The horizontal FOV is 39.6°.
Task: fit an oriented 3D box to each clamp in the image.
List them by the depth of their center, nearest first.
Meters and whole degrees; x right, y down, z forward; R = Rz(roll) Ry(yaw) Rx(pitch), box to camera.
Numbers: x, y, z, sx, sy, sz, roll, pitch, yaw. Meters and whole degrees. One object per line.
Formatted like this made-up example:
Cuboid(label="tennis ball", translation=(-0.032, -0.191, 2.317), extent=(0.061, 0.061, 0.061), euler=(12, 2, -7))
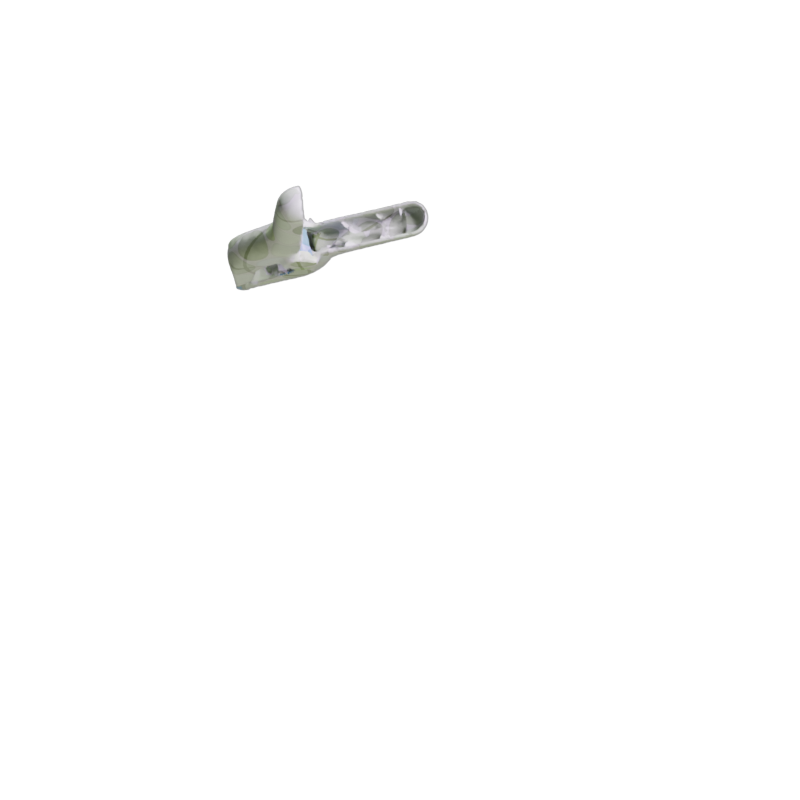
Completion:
Cuboid(label="clamp", translation=(-0.063, -0.116, 0.810), extent=(0.115, 0.040, 0.172), euler=(6, -11, -29))
